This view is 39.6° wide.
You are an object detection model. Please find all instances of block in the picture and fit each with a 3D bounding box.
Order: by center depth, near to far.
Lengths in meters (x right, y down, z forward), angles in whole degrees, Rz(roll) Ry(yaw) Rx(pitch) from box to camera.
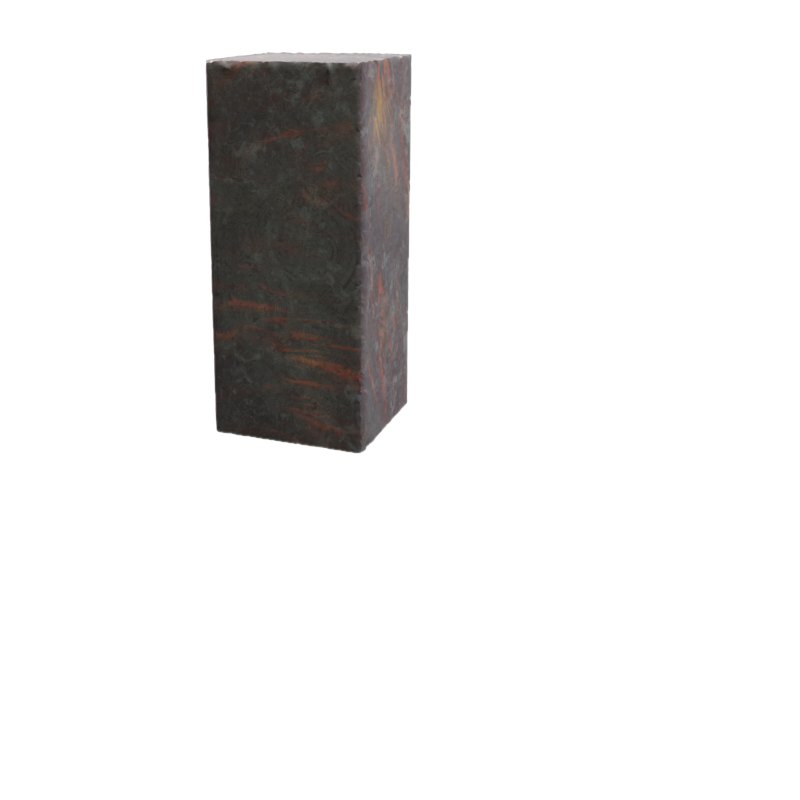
[{"bbox_3d":[-0.049,-0.089,0.621,0.093,0.200,0.090,6,15,18],"label":"block"}]
